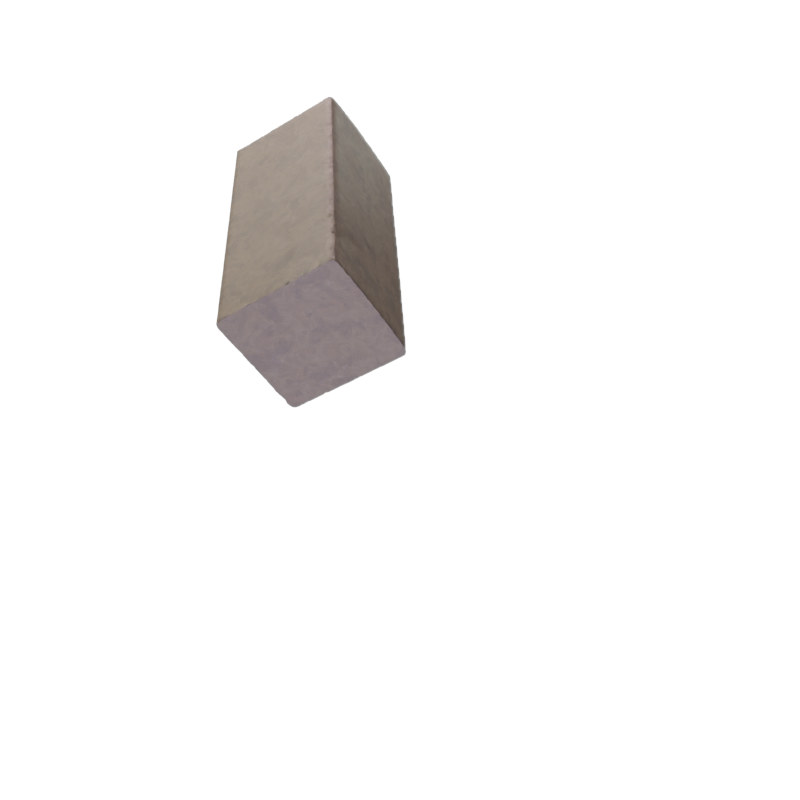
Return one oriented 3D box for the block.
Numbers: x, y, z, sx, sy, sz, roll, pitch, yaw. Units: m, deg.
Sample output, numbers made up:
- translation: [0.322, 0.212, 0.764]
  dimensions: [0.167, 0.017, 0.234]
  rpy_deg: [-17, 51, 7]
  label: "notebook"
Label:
- translation: [-0.060, -0.110, 0.771]
  dimensions: [0.091, 0.221, 0.084]
  rpy_deg: [-27, -53, 18]
  label: "block"
